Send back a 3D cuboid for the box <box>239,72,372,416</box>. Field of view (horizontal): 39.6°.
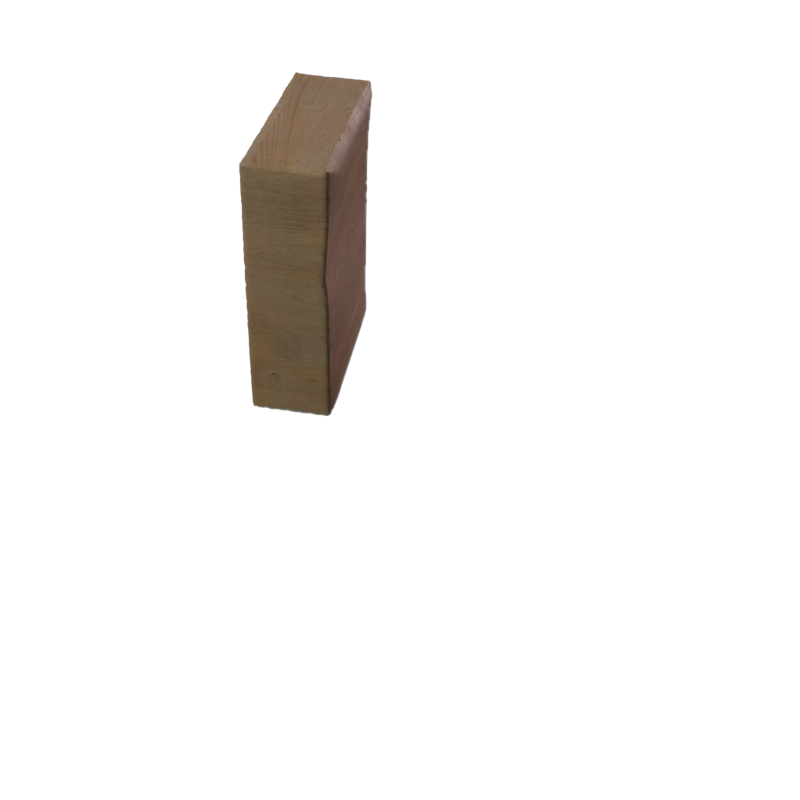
[{"bbox_3d":[-0.067,-0.123,0.861,0.073,0.200,0.173,7,36,6],"label":"box"}]
